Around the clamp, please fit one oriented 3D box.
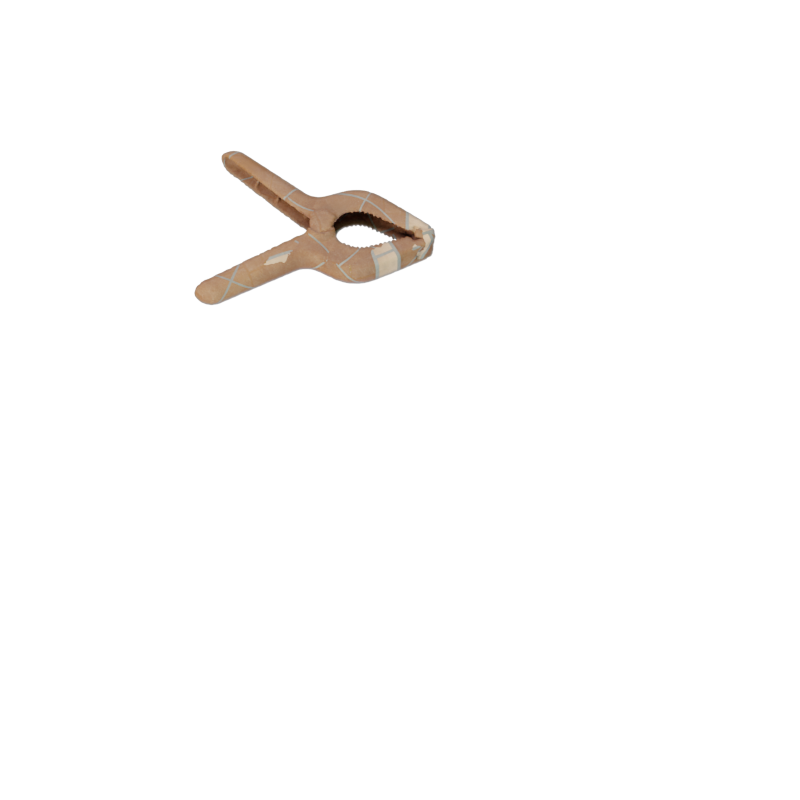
[{"bbox_3d":[-0.077,-0.141,0.985,0.212,0.174,0.034,10,-32,6],"label":"clamp"}]
